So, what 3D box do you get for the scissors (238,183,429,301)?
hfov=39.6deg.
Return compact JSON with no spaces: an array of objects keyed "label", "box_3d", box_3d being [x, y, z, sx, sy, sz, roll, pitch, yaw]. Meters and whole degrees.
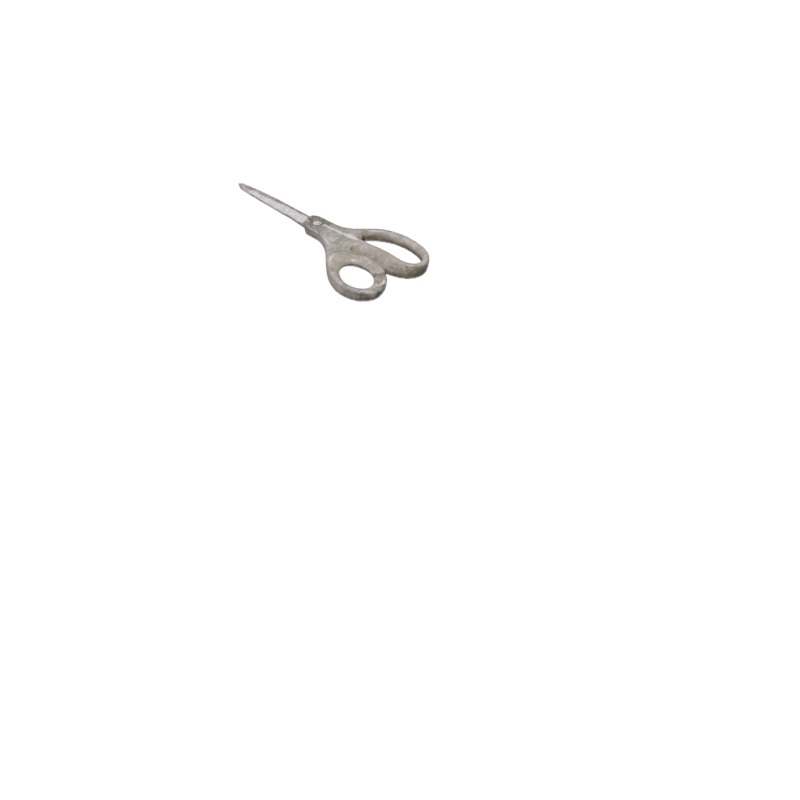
[{"label":"scissors","box_3d":[-0.075,-0.137,0.959,0.210,0.015,0.099,19,46,20]}]
